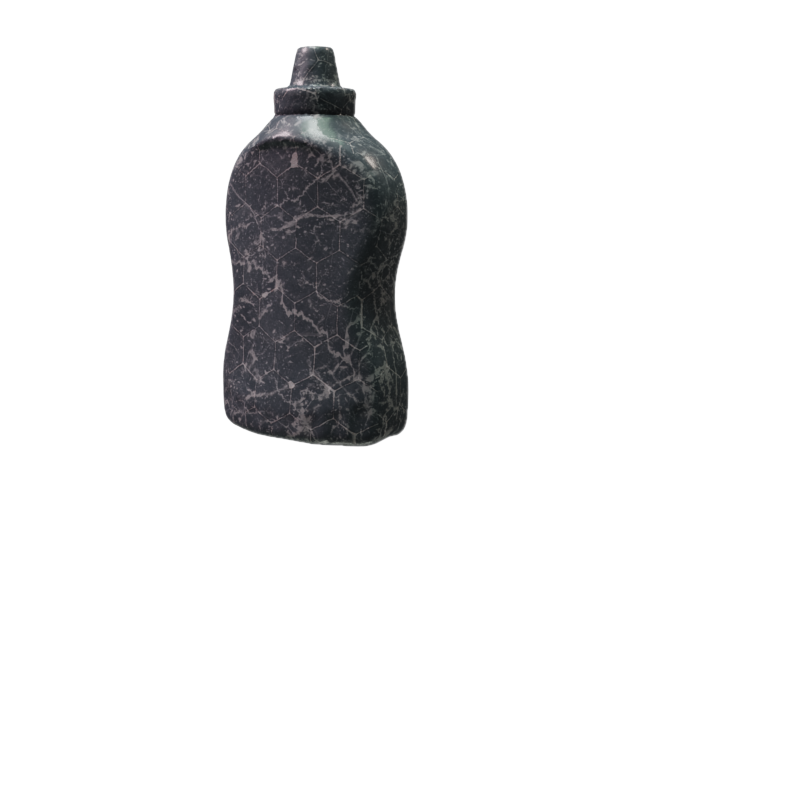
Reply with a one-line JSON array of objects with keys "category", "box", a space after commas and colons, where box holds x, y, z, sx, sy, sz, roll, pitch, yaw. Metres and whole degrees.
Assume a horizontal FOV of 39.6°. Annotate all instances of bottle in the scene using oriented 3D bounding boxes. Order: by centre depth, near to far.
[{"category": "bottle", "box": [-0.043, -0.079, 0.553, 0.100, 0.189, 0.057, 4, 6, 34]}]
